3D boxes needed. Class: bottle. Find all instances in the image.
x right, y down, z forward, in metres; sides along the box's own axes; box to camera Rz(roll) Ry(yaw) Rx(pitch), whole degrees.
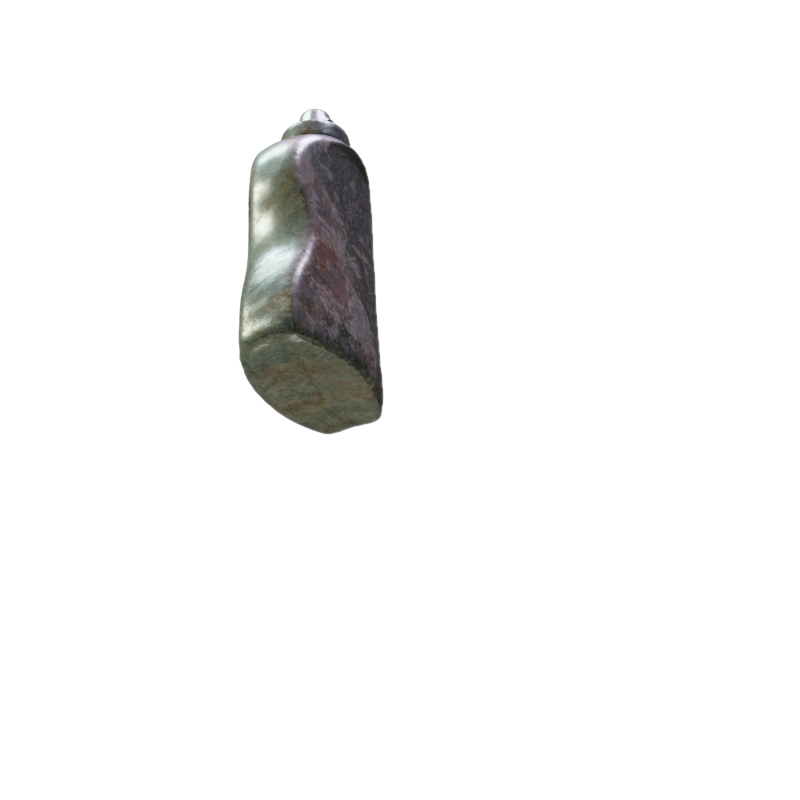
[{"bbox_3d":[-0.047,-0.086,0.600,0.059,0.205,0.089,-20,-40,21],"label":"bottle"}]
